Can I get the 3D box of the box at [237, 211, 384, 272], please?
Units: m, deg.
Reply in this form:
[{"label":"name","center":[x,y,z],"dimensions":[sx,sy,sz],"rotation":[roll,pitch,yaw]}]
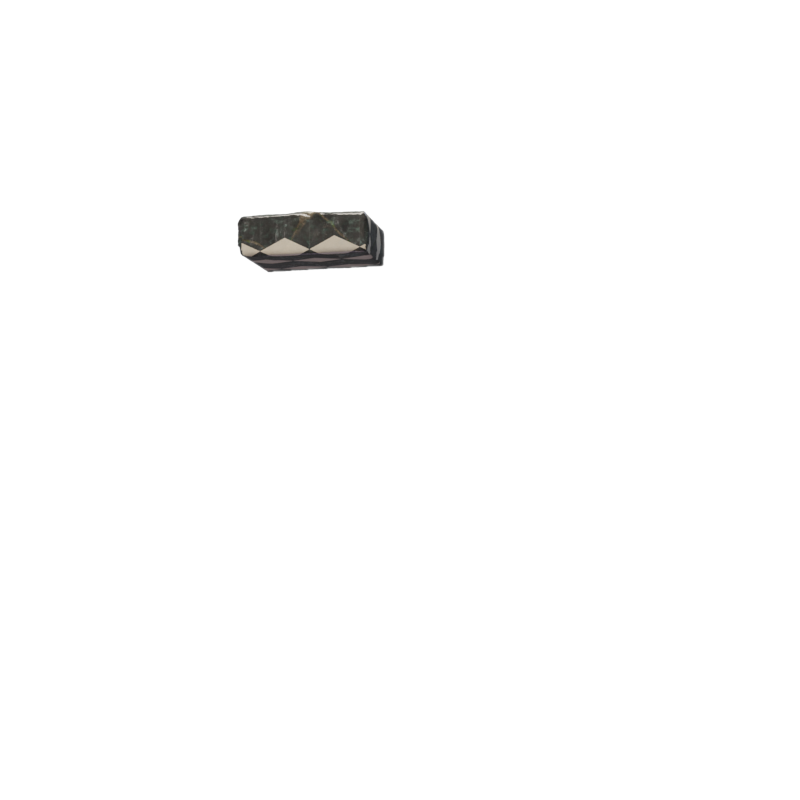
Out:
[{"label":"box","center":[-0.060,-0.110,0.769],"dimensions":[0.091,0.031,0.071],"rotation":[-1,-3,11]}]
